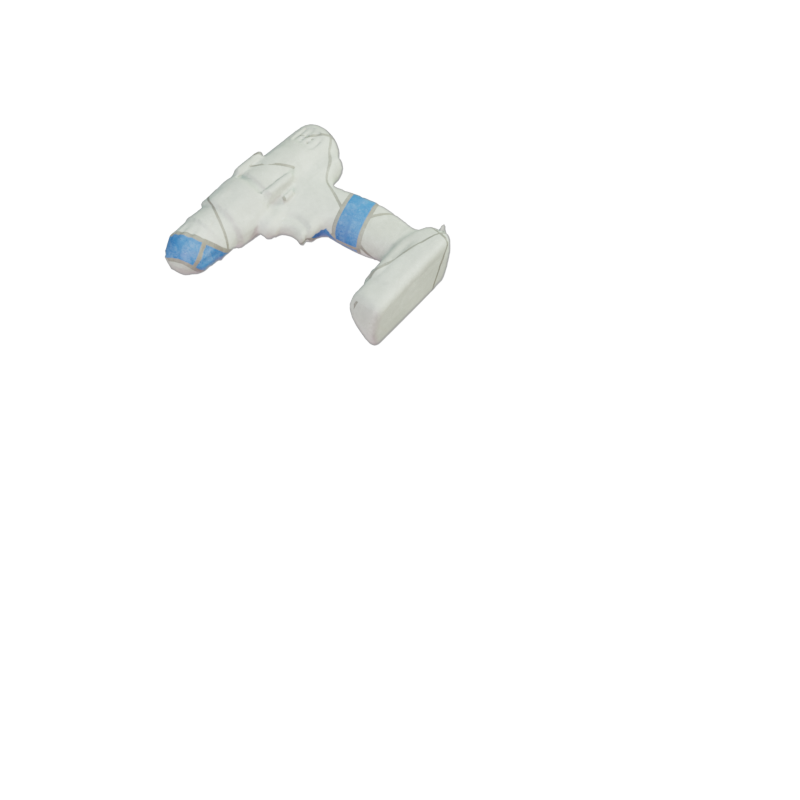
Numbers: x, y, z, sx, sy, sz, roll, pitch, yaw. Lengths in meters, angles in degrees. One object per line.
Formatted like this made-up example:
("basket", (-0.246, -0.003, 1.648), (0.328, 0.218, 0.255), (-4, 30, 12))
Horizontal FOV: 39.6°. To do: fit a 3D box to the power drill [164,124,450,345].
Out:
("power drill", (-0.070, -0.127, 0.890), (0.197, 0.187, 0.054), (36, -27, 21))
